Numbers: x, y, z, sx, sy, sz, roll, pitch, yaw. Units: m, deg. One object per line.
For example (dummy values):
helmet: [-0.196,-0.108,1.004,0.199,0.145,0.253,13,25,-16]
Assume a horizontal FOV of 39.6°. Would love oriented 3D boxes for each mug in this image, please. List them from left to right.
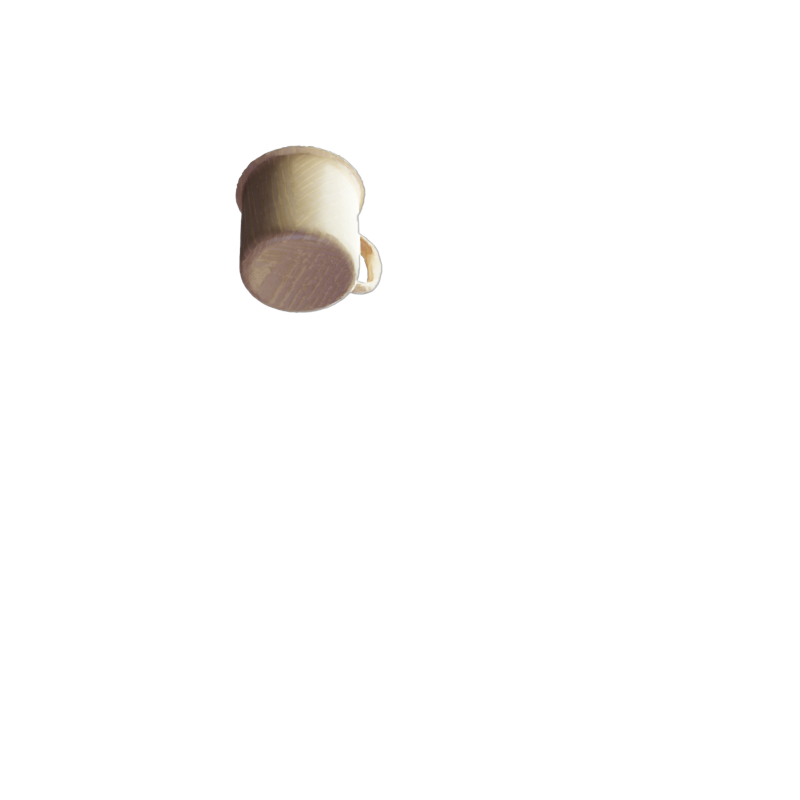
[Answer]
mug: [-0.060,-0.110,0.772,0.110,0.087,0.092,29,-50,-30]
